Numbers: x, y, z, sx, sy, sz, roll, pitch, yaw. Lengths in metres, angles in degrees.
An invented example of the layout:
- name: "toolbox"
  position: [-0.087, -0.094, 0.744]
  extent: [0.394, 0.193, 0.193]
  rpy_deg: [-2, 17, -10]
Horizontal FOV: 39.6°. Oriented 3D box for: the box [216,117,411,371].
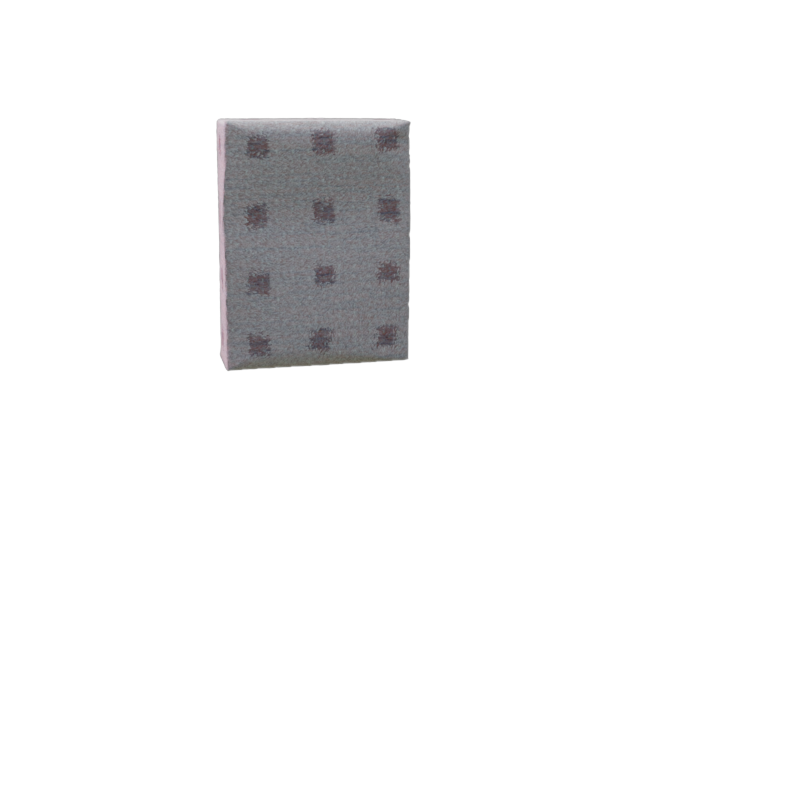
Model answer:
- name: "box"
  position: [-0.076, -0.138, 0.966]
  extent: [0.162, 0.210, 0.074]
  rpy_deg: [-2, 9, -11]
